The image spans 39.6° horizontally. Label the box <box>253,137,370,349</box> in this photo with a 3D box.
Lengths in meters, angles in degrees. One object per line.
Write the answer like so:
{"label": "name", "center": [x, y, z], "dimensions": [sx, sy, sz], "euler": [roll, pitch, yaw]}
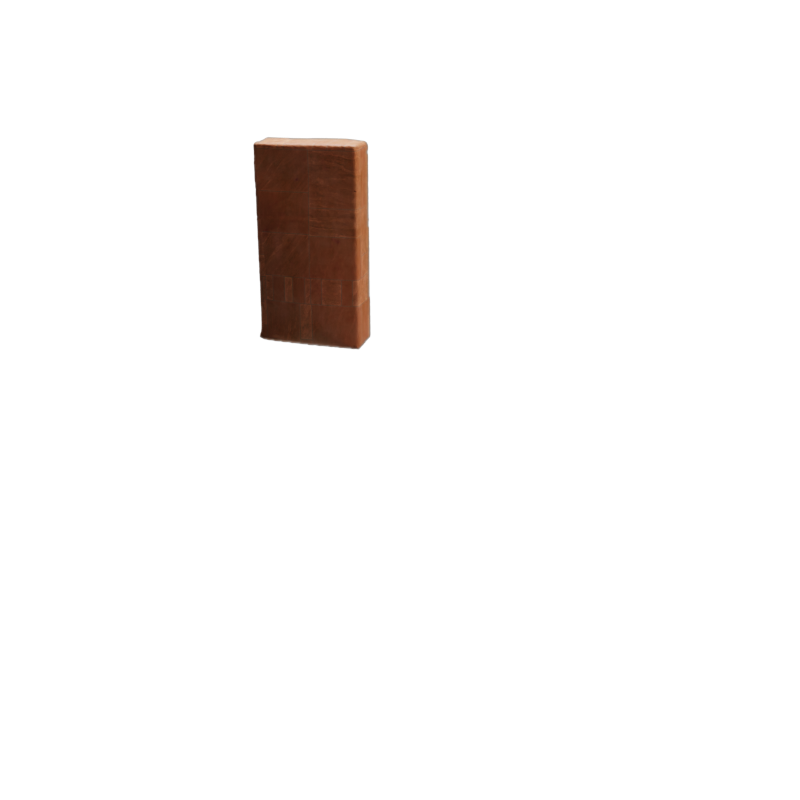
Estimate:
{"label": "box", "center": [-0.074, -0.136, 0.953], "dimensions": [0.096, 0.171, 0.048], "euler": [5, 13, 17]}
